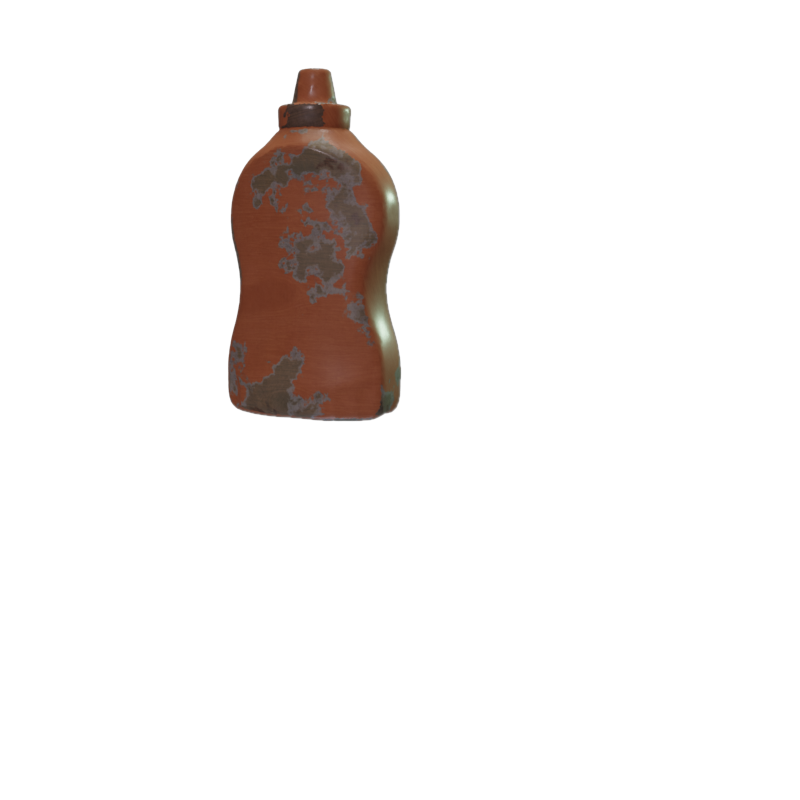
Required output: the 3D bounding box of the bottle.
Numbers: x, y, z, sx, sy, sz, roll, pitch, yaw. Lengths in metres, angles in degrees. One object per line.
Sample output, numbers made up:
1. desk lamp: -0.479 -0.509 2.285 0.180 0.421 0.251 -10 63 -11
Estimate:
1. bottle: -0.048 -0.088 0.619 0.099 0.191 0.057 1 2 26
